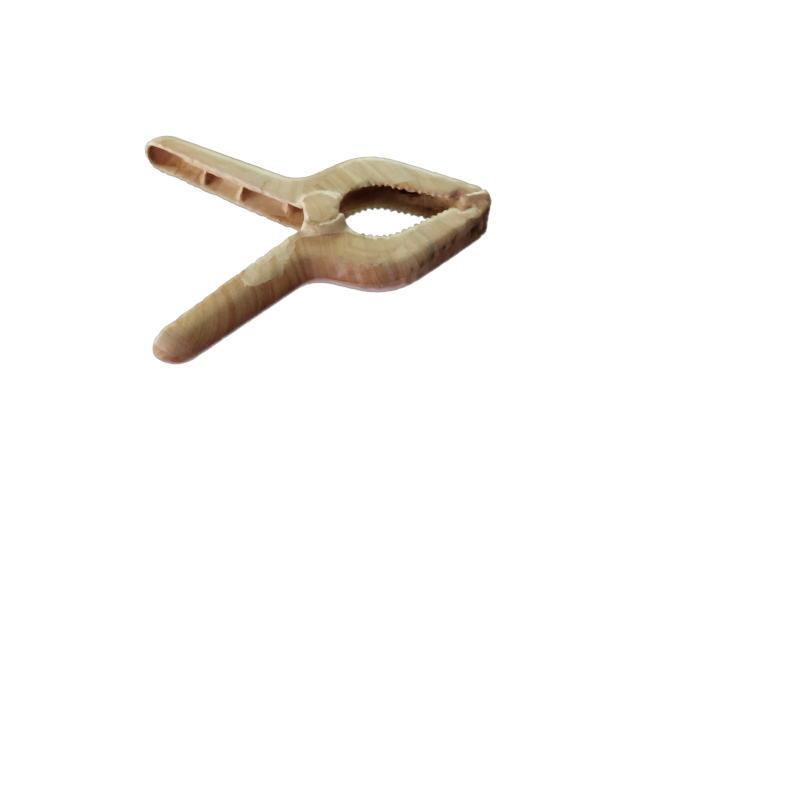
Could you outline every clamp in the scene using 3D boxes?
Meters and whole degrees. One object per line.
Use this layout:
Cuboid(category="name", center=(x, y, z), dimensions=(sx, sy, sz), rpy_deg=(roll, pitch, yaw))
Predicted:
Cuboid(category="clamp", center=(-0.051, -0.092, 0.647), dimensions=(0.210, 0.176, 0.034), rpy_deg=(-1, -36, -1))
